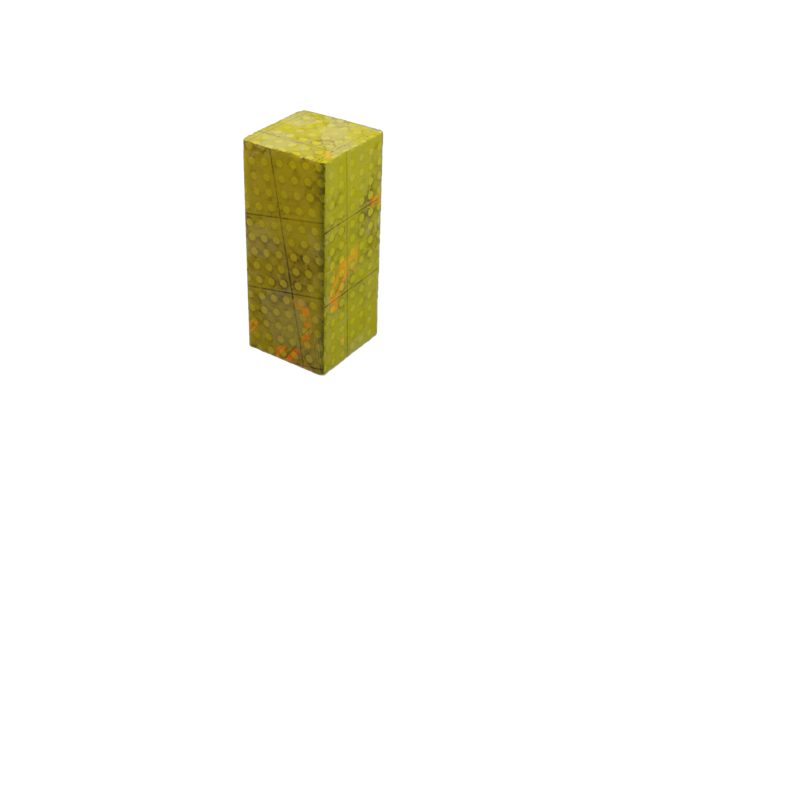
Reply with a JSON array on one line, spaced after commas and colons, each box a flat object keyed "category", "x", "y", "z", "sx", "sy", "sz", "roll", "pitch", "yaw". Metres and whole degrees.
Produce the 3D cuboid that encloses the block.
[{"category": "block", "x": -0.078, "y": -0.142, "z": 0.990, "sx": 0.095, "sy": 0.194, "sz": 0.091, "roll": 20, "pitch": 35, "yaw": 28}]
